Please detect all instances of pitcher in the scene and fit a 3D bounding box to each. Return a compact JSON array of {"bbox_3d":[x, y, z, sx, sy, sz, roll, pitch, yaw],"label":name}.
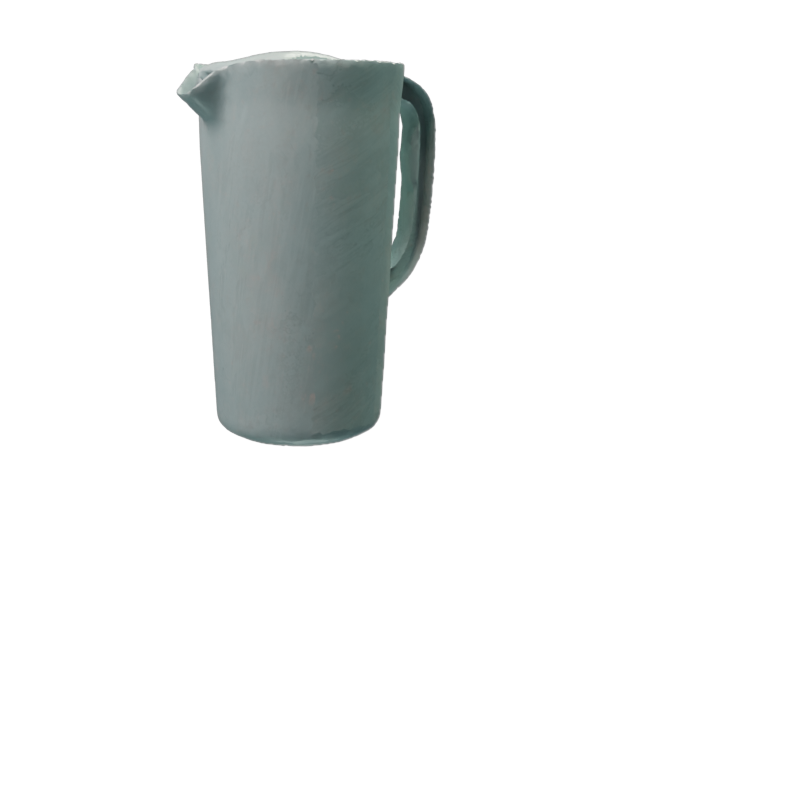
[{"bbox_3d":[-0.056,-0.103,0.719,0.151,0.238,0.146,2,10,7],"label":"pitcher"}]
